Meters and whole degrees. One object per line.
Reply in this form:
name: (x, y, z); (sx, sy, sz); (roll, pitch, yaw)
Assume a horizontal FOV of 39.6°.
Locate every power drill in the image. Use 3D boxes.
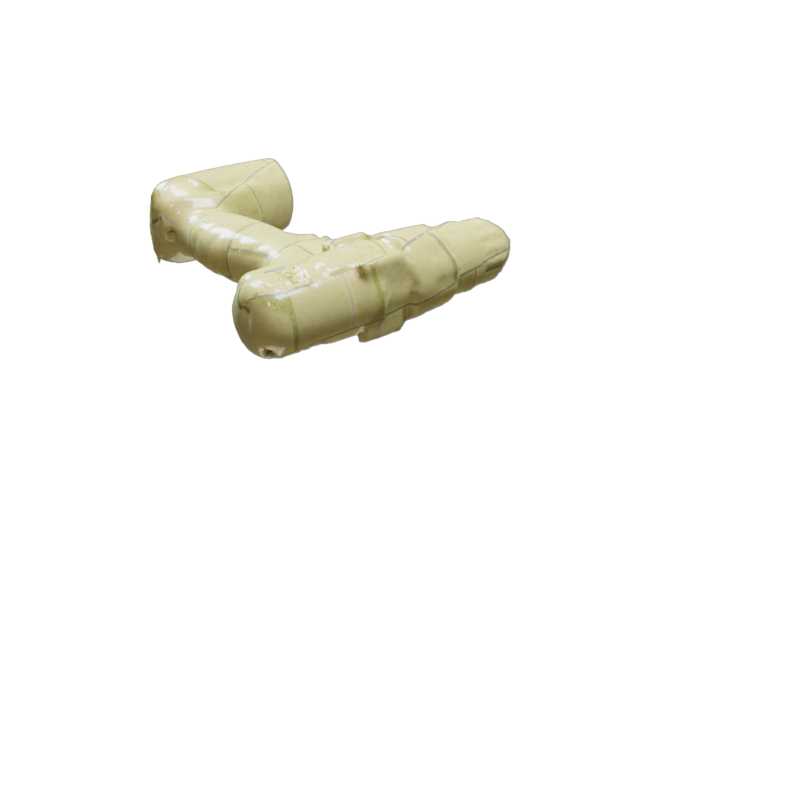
power drill: (-0.053, -0.097, 0.676); (0.181, 0.054, 0.201); (-19, 33, -33)
